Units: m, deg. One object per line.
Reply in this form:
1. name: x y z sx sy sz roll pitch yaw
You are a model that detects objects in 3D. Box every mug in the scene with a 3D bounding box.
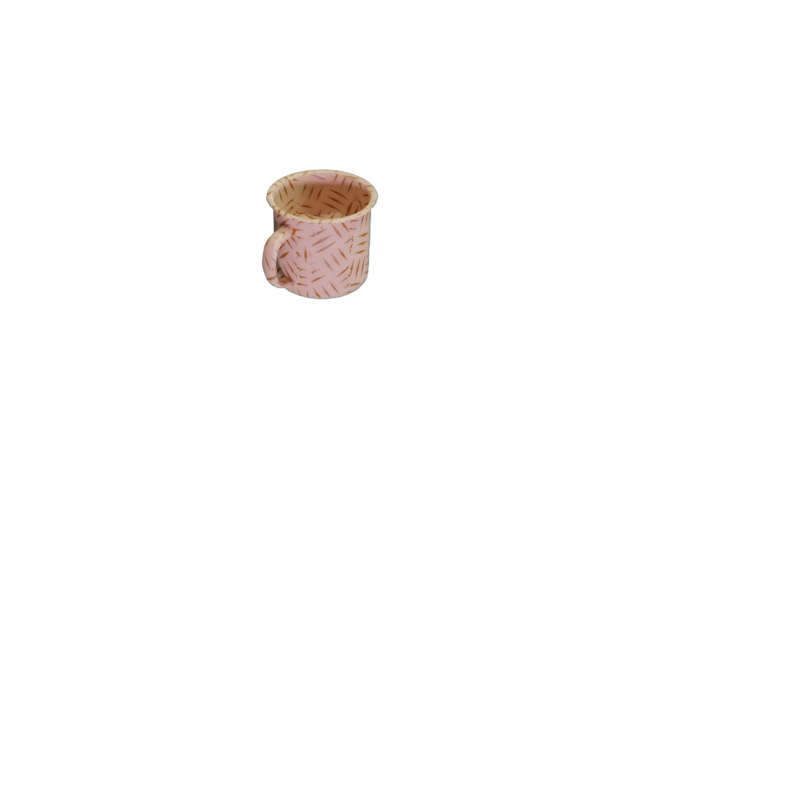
1. mug: -0.073 -0.133 0.934 0.098 0.076 0.118 22 41 27
